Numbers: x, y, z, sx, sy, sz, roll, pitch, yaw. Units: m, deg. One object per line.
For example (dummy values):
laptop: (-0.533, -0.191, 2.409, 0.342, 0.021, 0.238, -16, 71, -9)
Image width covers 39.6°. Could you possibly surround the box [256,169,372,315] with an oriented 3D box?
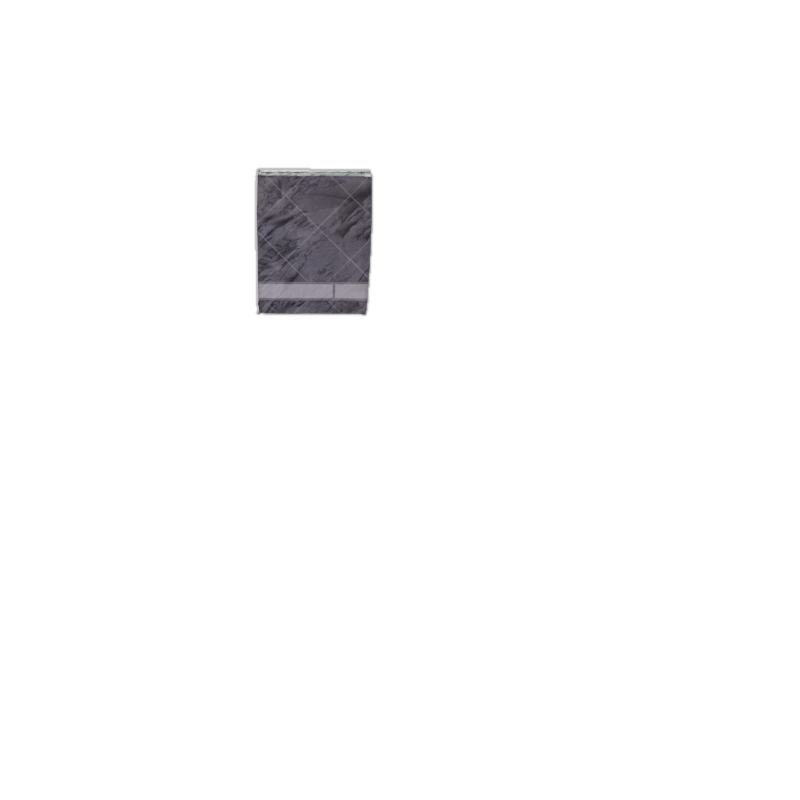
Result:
box: (-0.068, -0.123, 0.864, 0.090, 0.111, 0.040, 1, 10, -1)
